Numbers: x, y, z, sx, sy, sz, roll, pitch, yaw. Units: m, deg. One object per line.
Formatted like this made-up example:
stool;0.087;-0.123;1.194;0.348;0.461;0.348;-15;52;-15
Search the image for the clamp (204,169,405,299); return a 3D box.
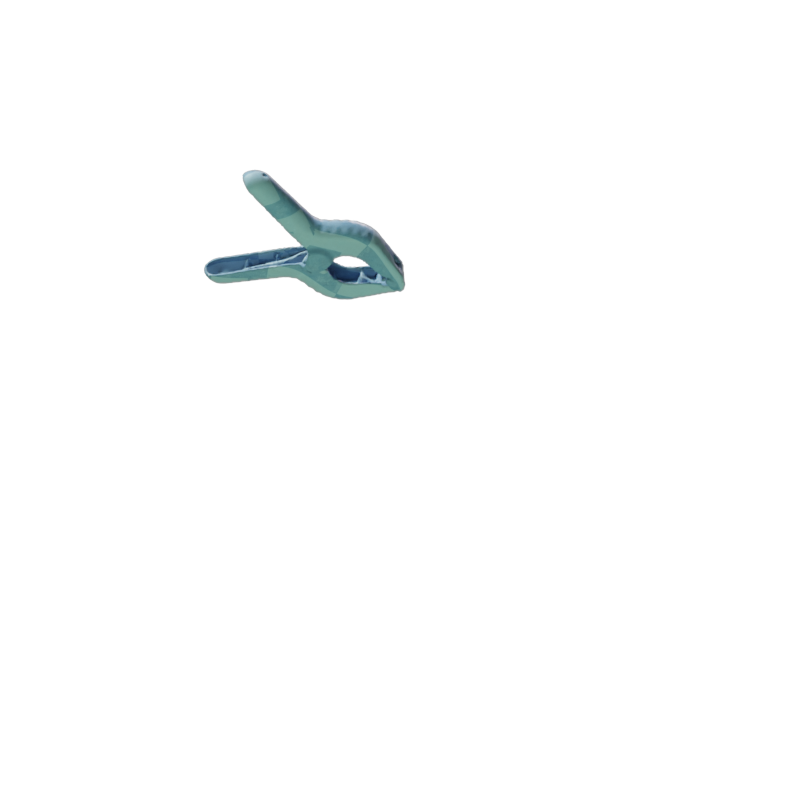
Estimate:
clamp;-0.073;-0.134;0.936;0.169;0.042;0.114;8;-40;-10
